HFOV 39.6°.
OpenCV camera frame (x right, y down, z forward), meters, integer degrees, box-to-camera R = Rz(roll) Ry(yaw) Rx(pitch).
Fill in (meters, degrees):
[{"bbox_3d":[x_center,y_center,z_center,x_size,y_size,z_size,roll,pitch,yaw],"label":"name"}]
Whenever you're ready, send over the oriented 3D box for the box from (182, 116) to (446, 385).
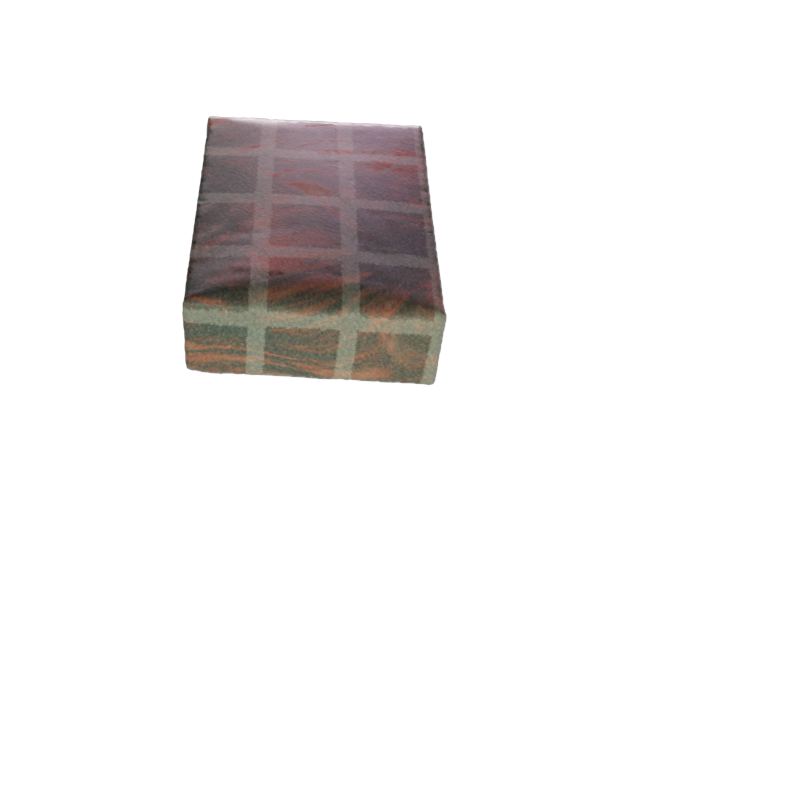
[{"bbox_3d":[-0.061,-0.111,0.774,0.163,0.067,0.229,1,43,-4],"label":"box"}]
